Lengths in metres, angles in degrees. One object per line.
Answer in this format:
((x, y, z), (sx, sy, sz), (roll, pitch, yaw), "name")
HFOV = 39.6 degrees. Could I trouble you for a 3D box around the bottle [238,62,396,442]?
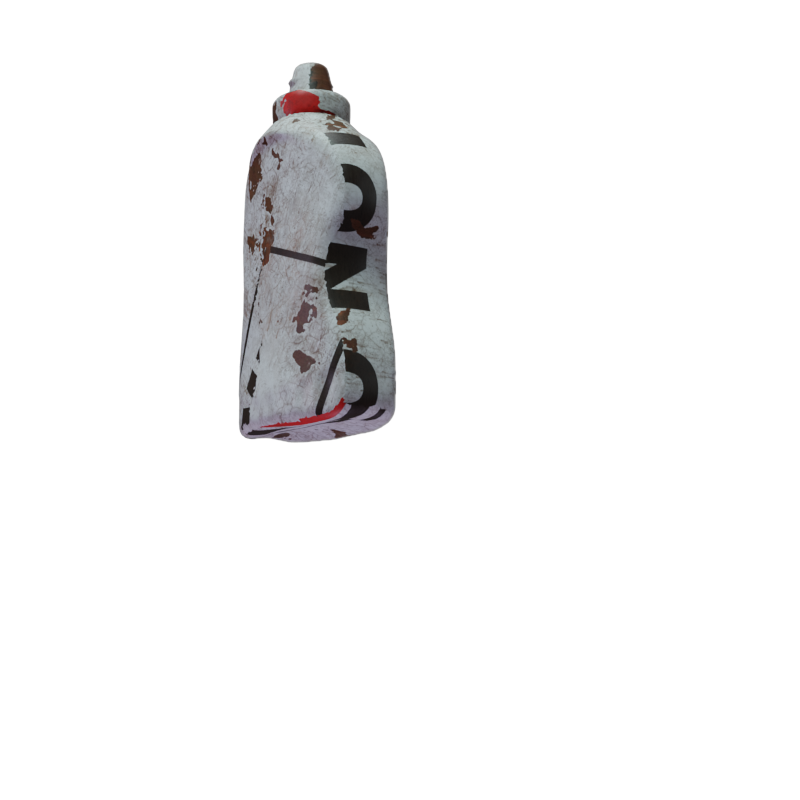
((-0.044, -0.080, 0.558), (0.056, 0.199, 0.097), (10, -19, -33), "bottle")
